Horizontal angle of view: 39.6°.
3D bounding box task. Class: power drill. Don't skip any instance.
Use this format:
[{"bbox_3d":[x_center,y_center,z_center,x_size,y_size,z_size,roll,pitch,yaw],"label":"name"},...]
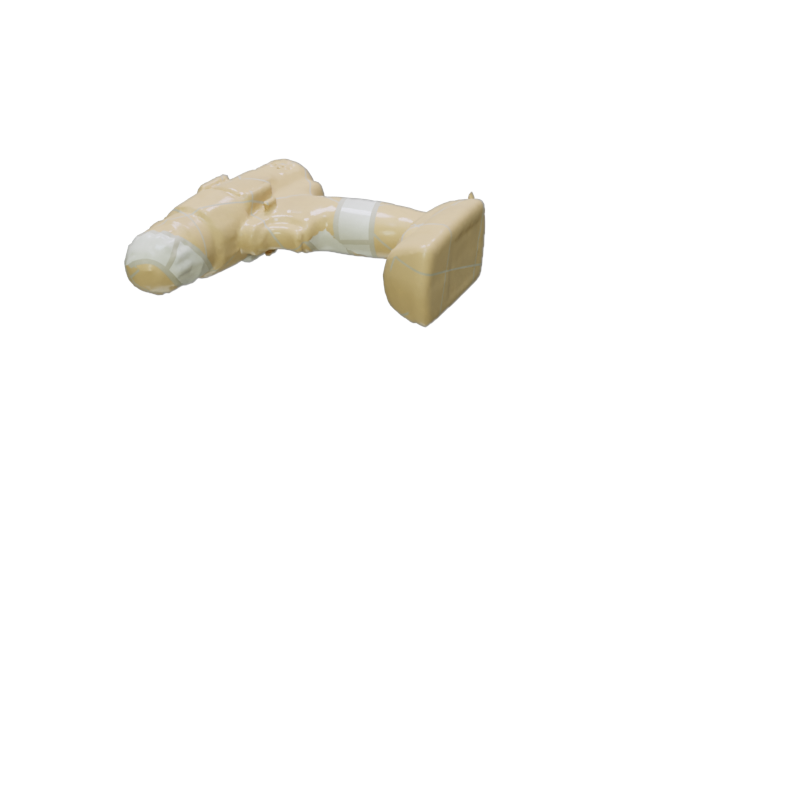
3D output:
[{"bbox_3d":[-0.054,-0.099,0.695,0.196,0.054,0.187,15,33,24],"label":"power drill"}]
